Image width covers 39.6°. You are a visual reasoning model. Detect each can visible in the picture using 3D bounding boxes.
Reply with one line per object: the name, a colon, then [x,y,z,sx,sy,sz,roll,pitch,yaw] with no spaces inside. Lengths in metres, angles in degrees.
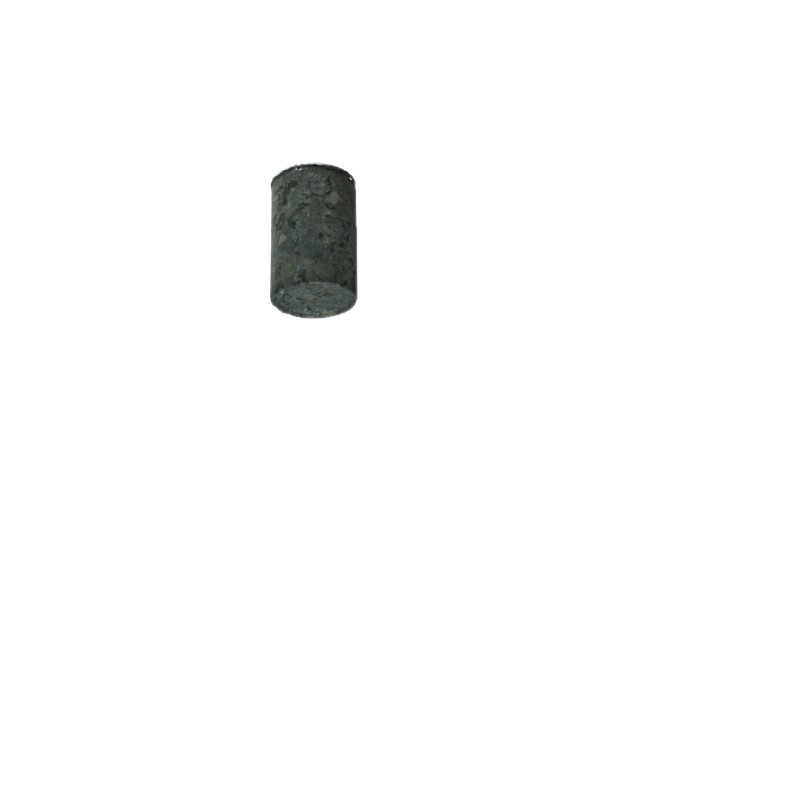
can: [-0.067,-0.122,0.855,0.068,0.108,0.065,0,-25,-2]
